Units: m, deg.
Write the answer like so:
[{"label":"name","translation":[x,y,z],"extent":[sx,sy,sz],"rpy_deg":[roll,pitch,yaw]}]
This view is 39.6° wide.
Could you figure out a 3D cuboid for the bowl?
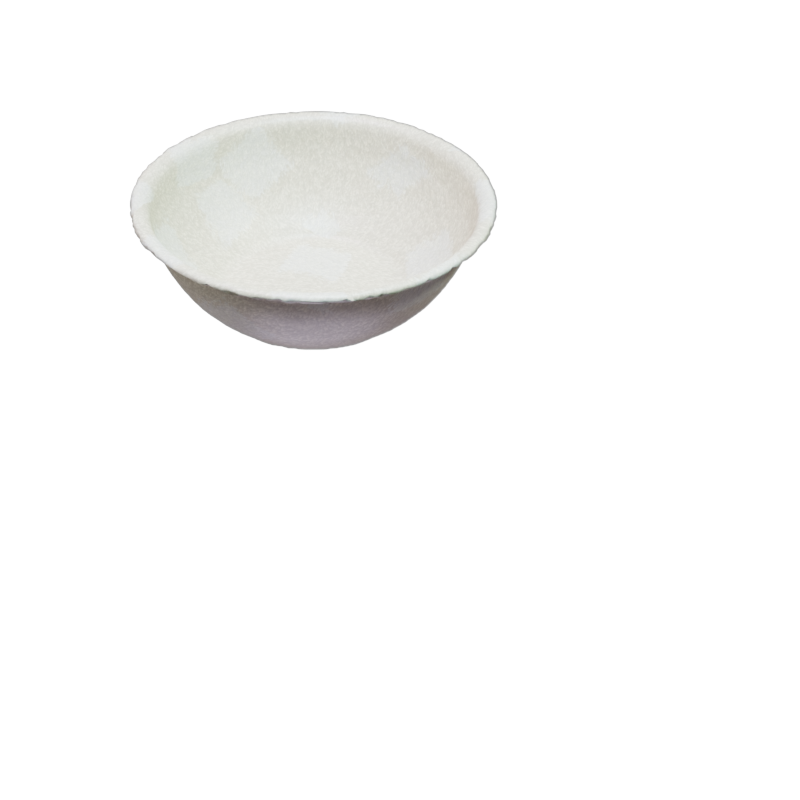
[{"label":"bowl","translation":[-0.040,-0.072,0.505],"extent":[0.162,0.051,0.173],"rpy_deg":[-1,38,-2]}]
